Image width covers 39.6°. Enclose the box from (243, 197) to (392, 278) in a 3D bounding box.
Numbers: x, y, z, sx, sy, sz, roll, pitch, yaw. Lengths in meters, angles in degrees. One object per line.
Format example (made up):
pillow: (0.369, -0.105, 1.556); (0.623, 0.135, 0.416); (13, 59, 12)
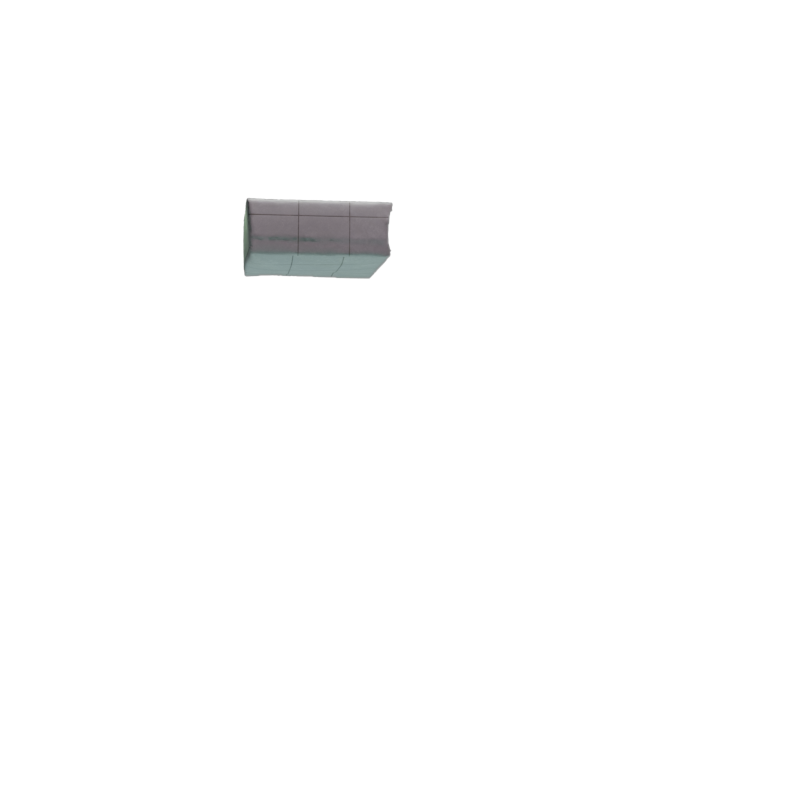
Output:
box: (-0.056, -0.103, 0.720); (0.089, 0.039, 0.113); (0, 0, -7)
